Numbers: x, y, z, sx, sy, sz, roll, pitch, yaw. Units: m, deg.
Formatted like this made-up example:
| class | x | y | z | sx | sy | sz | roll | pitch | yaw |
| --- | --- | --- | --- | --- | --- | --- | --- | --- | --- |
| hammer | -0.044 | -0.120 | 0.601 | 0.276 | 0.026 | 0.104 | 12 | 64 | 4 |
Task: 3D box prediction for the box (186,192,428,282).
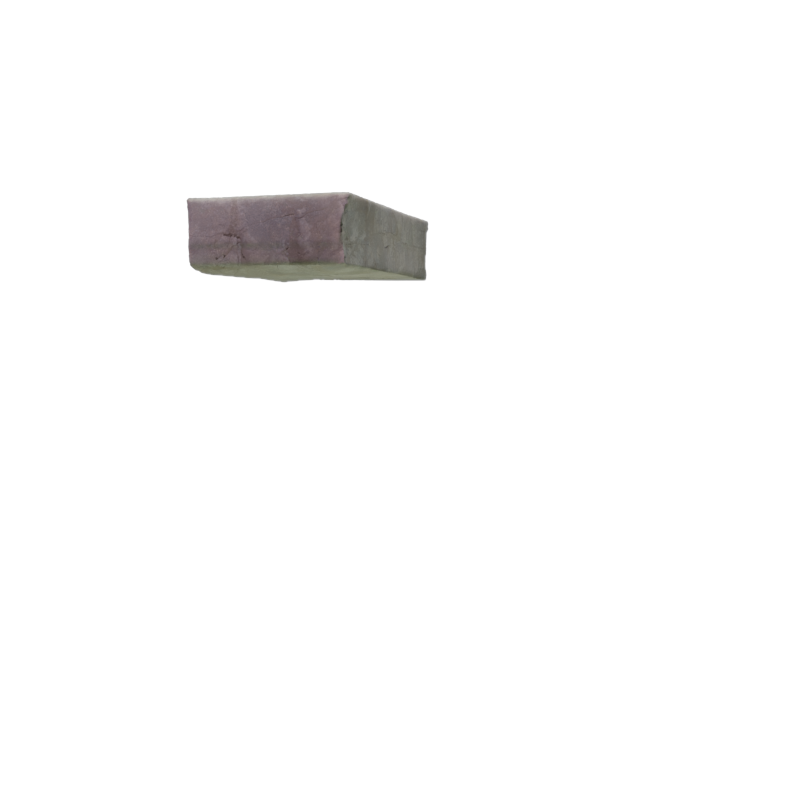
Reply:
| class | x | y | z | sx | sy | sz | roll | pitch | yaw |
| --- | --- | --- | --- | --- | --- | --- | --- | --- | --- |
| box | -0.046 | -0.083 | 0.580 | 0.092 | 0.039 | 0.110 | 1 | 3 | 23 |
